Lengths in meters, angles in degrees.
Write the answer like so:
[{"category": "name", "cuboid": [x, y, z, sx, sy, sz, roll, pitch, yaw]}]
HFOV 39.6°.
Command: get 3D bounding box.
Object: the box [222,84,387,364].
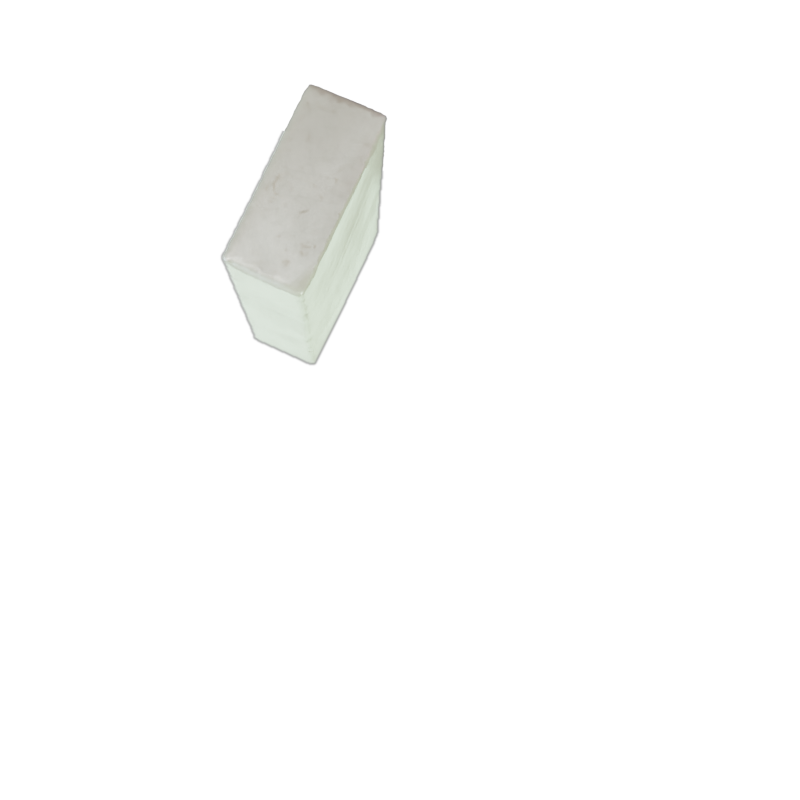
[{"category": "box", "cuboid": [-0.044, -0.080, 0.563, 0.048, 0.095, 0.172, 24, -9, -1]}]
